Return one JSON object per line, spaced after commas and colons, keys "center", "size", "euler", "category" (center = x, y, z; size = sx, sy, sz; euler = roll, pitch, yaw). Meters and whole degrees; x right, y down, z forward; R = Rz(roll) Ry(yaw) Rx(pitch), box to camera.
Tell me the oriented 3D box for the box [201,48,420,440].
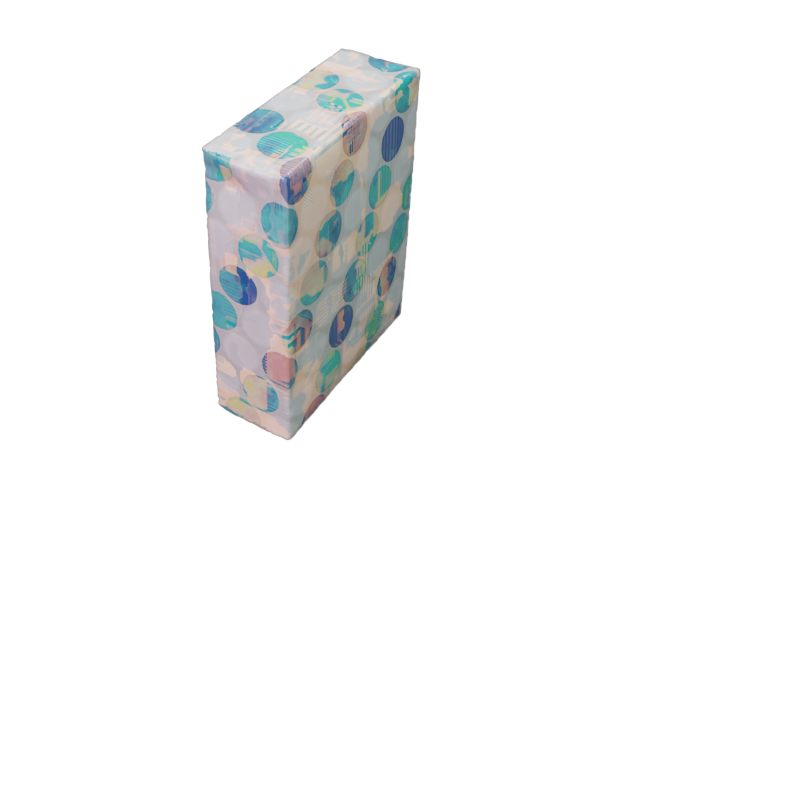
{"center": [-0.059, -0.108, 0.754], "size": [0.075, 0.200, 0.168], "euler": [21, 43, 20], "category": "box"}
